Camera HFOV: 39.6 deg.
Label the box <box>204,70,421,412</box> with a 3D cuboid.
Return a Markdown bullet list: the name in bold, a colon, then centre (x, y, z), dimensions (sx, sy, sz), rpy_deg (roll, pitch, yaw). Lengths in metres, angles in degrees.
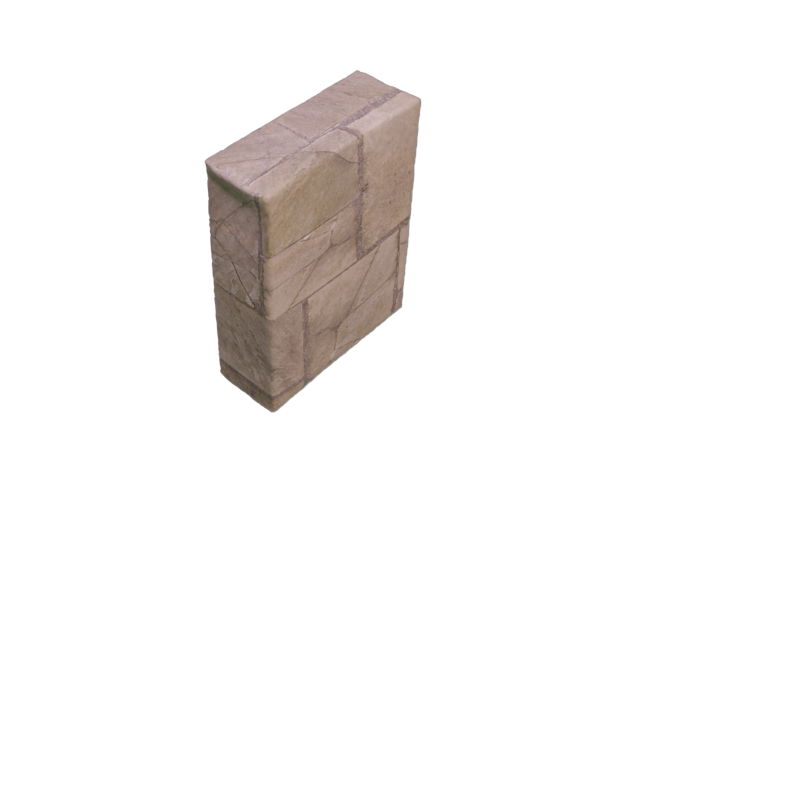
- **box**: centre (-0.066, -0.121, 0.845), dimensions (0.076, 0.199, 0.166), rpy_deg (31, 51, 25)
